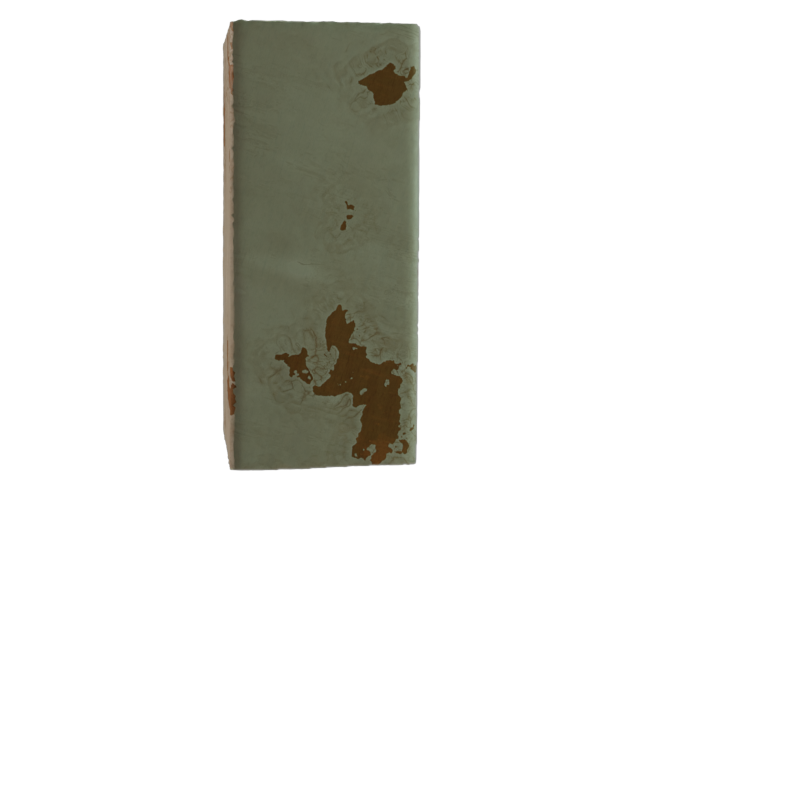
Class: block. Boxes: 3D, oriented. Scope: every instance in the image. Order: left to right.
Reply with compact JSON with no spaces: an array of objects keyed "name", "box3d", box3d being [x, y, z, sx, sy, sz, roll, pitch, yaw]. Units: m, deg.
[{"name":"block","box3d":[-0.042,-0.079,0.551,0.089,0.205,0.093,0,4,-10]}]
